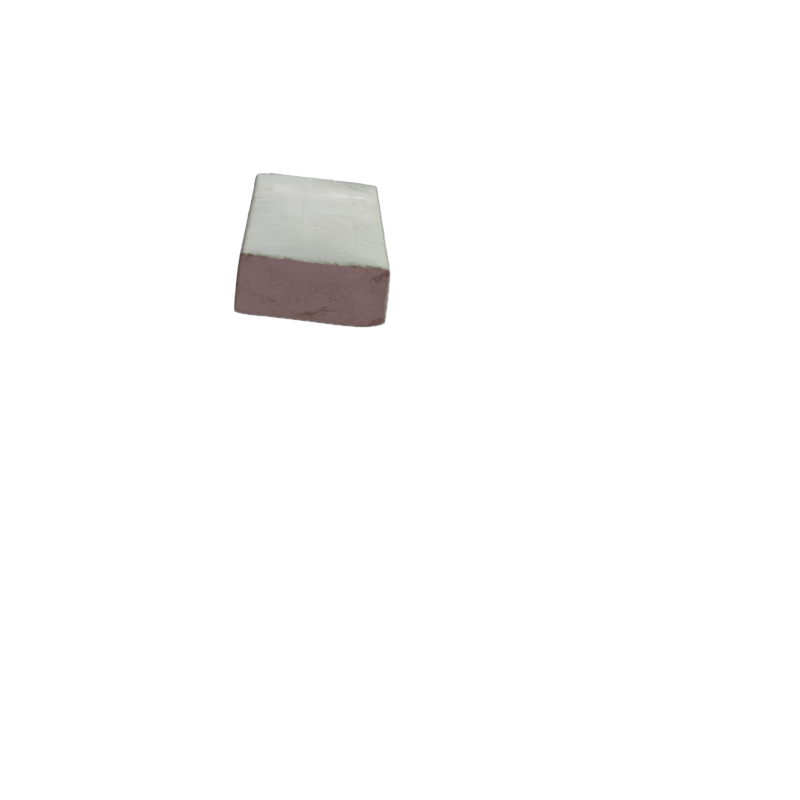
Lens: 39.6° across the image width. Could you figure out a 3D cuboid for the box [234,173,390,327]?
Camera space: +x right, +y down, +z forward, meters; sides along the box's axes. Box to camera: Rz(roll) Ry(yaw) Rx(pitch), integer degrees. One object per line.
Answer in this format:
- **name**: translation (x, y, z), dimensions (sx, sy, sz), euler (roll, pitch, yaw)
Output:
- **box**: translation (-0.058, -0.106, 0.742), dimensions (0.093, 0.046, 0.186), euler (5, 28, -6)
